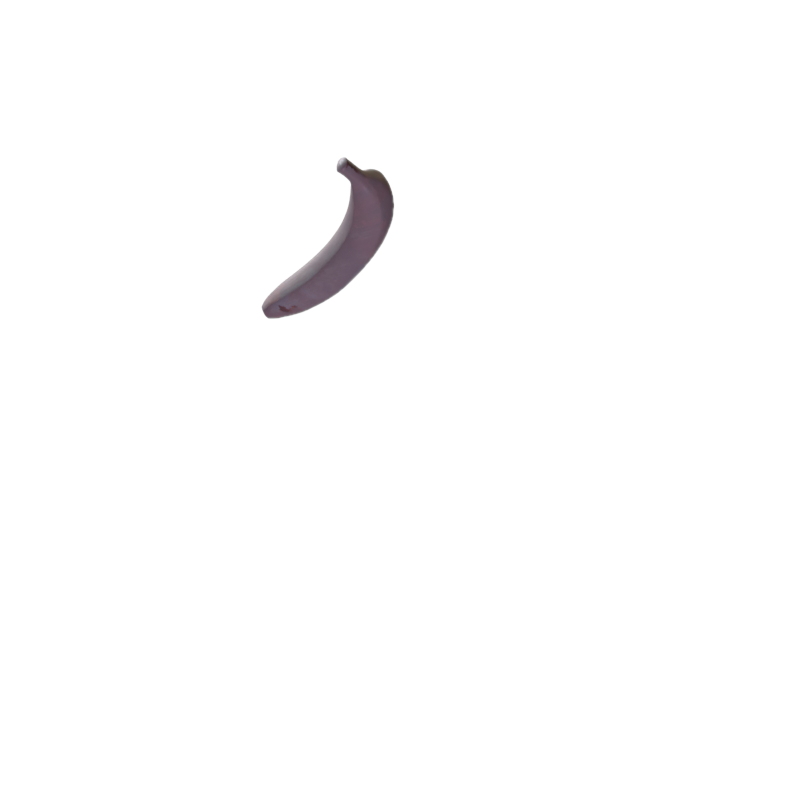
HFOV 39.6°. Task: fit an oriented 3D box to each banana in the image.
[{"bbox_3d":[-0.053,-0.128,0.909,0.067,0.039,0.190,15,-42,-18],"label":"banana"}]
